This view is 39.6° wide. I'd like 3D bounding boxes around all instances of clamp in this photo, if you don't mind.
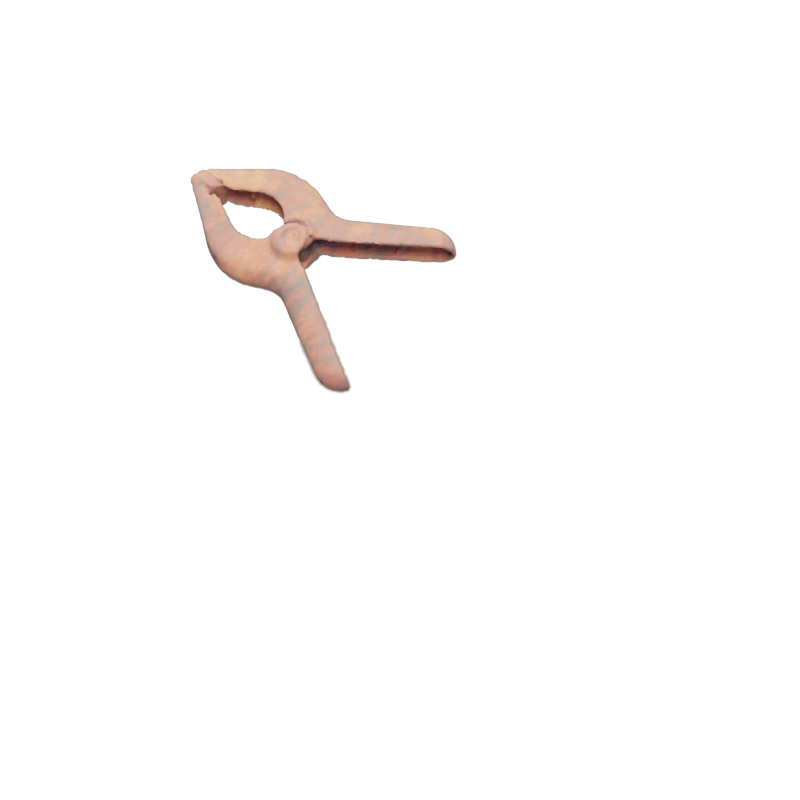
[{"bbox_3d":[-0.054,-0.099,0.692,0.121,0.180,0.037,-40,-20,-18],"label":"clamp"}]
